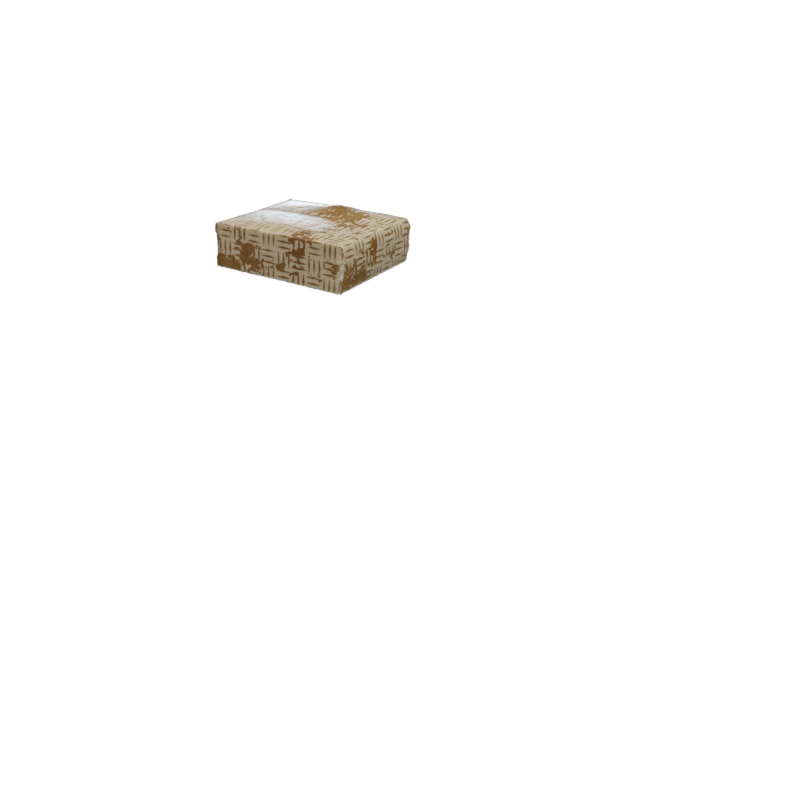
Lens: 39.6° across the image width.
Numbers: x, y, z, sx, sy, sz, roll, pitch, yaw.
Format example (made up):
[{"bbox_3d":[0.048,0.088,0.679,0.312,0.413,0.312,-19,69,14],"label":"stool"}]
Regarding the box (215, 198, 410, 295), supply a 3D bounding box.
[{"bbox_3d":[-0.050,-0.092,0.642,0.094,0.029,0.073,14,26,30],"label":"box"}]
